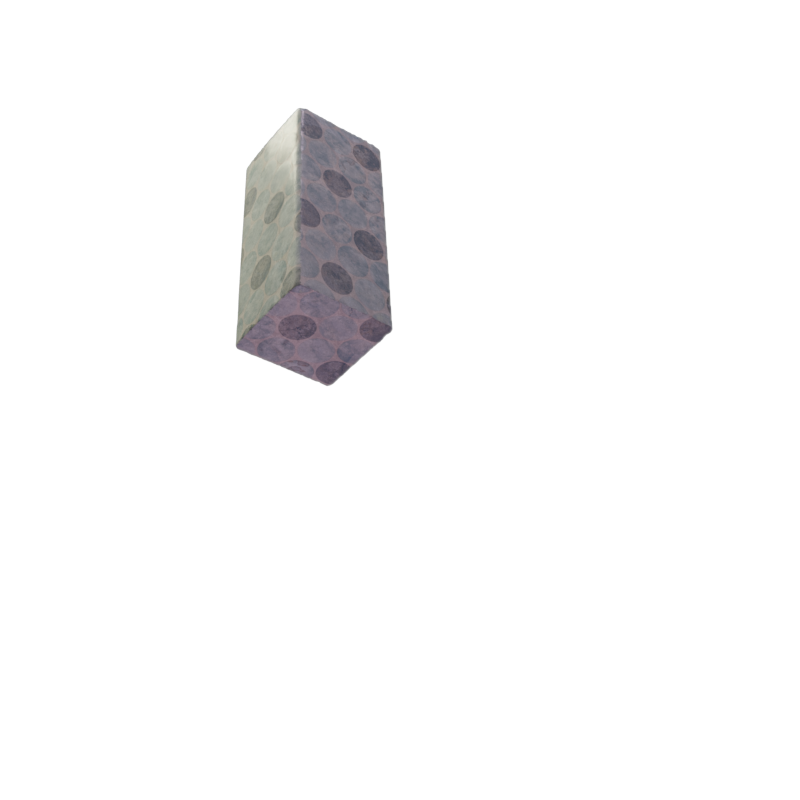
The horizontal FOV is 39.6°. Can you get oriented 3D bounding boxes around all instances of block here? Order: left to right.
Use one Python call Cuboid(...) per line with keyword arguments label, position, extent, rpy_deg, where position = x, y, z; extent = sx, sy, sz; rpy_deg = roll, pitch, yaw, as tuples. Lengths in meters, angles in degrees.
Cuboid(label="block", position=(-0.071, -0.131, 0.913), extent=(0.086, 0.221, 0.088), rpy_deg=(24, -48, -28))
